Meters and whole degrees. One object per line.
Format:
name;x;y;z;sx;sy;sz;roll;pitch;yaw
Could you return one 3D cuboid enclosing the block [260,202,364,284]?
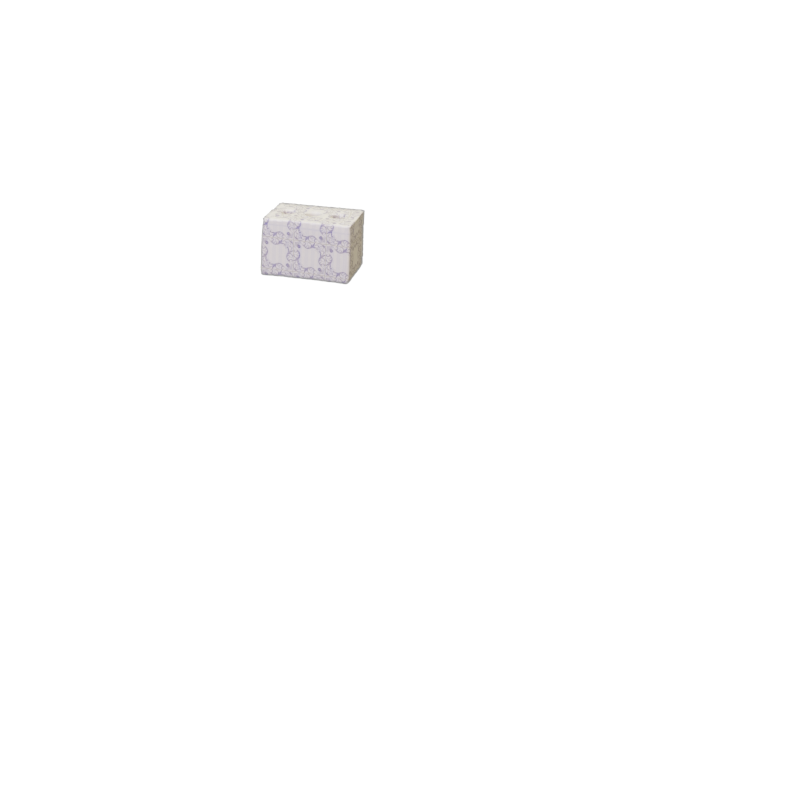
block;-0.074;-0.134;0.940;0.080;0.049;0.054;7;24;14
